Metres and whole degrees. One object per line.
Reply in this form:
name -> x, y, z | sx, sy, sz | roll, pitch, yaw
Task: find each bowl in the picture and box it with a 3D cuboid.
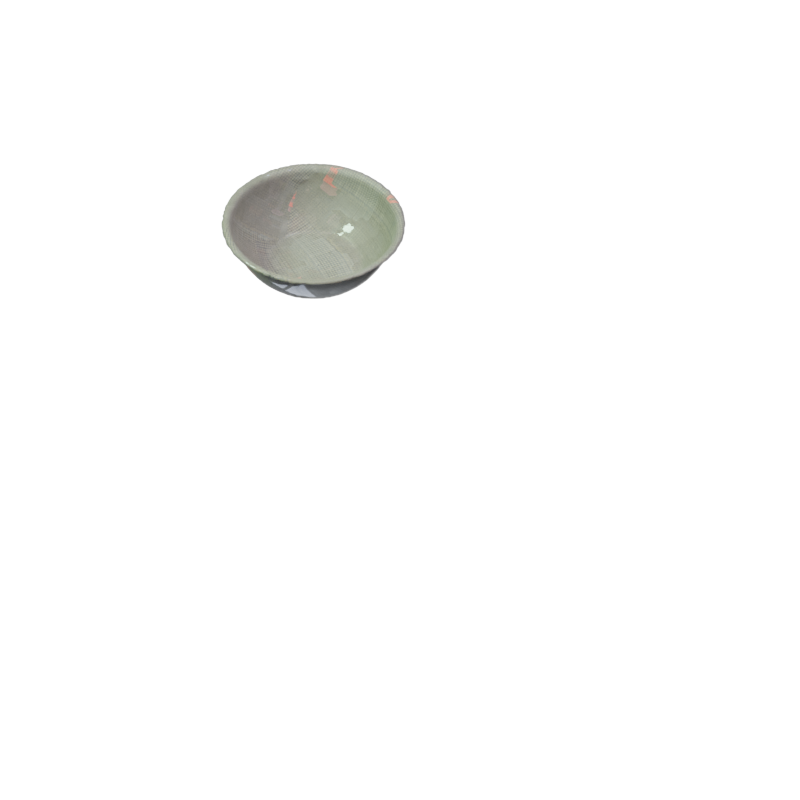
bowl -> -0.078, -0.142, 0.993 | 0.162, 0.174, 0.051 | -1, -44, -1
